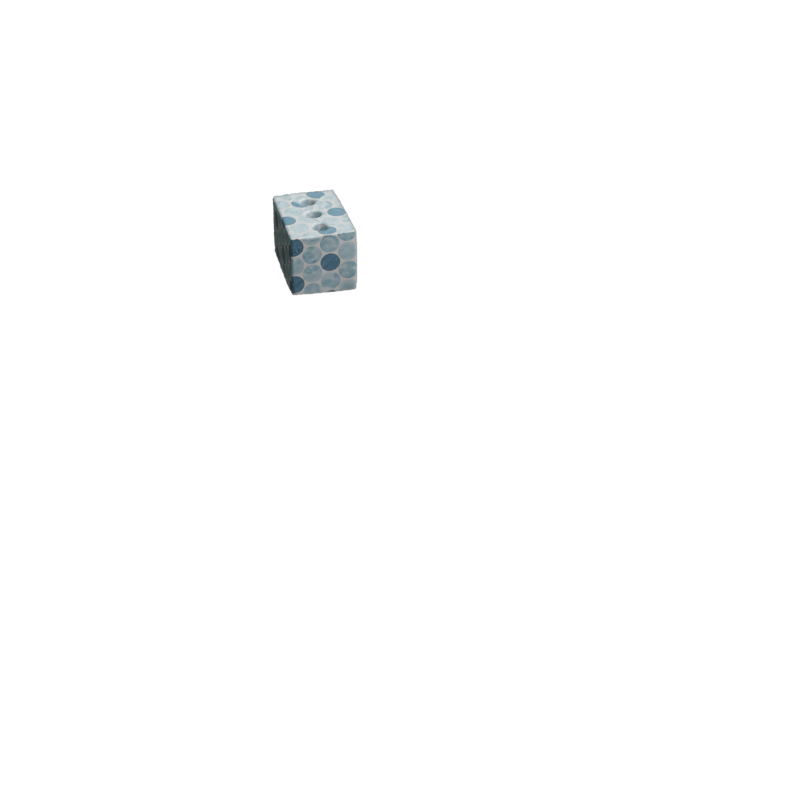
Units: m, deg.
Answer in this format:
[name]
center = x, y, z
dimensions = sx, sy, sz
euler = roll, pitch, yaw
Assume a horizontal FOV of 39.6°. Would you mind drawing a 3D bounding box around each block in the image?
[block]
center = -0.069, -0.125, 0.877
dimensions = 0.052, 0.048, 0.084
euler = -8, 34, -14
